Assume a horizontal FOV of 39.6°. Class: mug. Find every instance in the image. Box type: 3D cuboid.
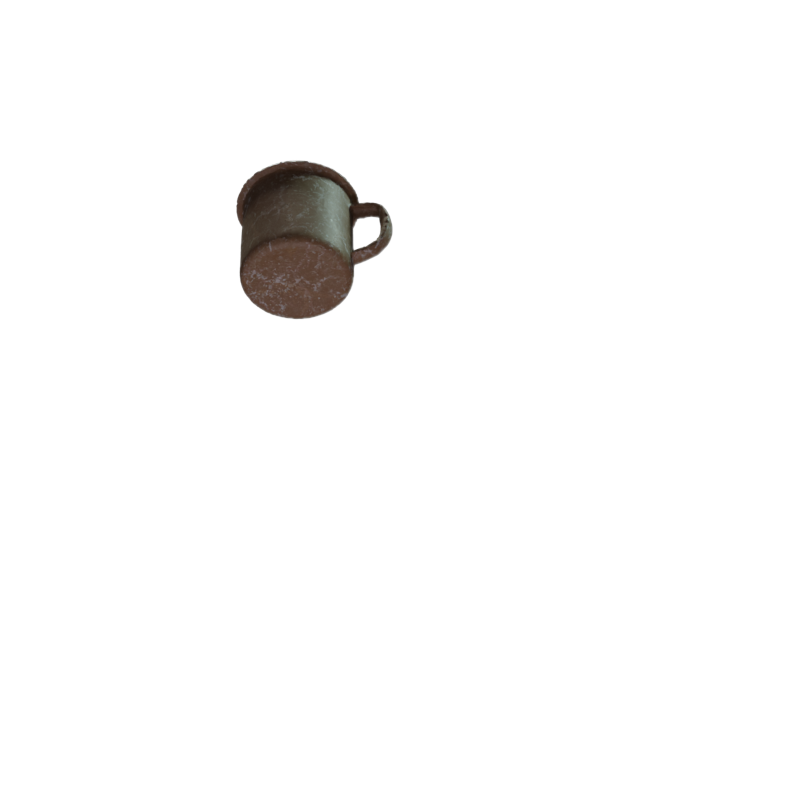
[{"bbox_3d":[-0.063,-0.115,0.807,0.118,0.087,0.086,-7,-44,6],"label":"mug"}]
